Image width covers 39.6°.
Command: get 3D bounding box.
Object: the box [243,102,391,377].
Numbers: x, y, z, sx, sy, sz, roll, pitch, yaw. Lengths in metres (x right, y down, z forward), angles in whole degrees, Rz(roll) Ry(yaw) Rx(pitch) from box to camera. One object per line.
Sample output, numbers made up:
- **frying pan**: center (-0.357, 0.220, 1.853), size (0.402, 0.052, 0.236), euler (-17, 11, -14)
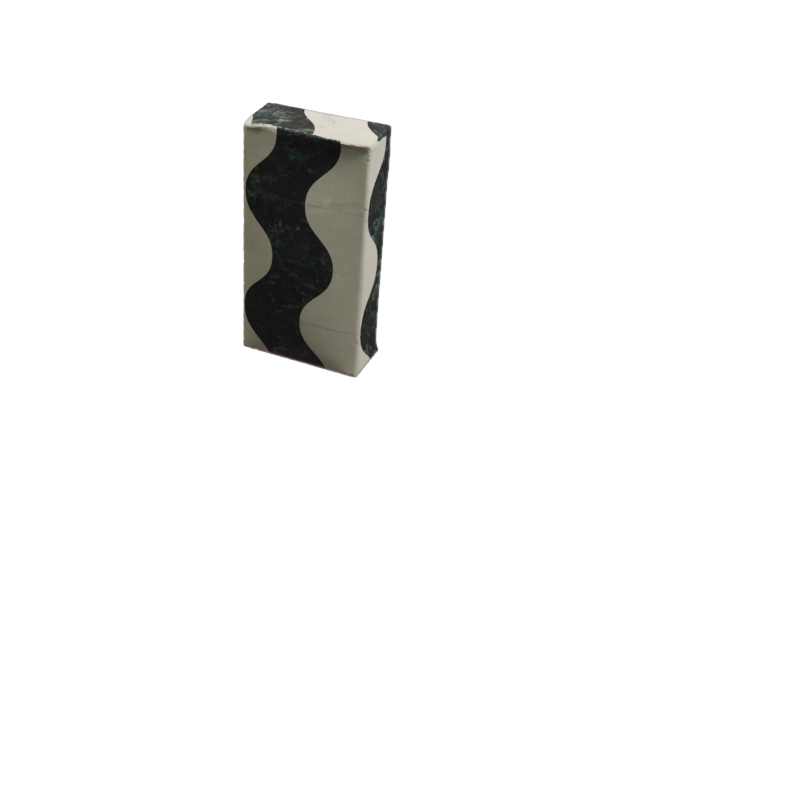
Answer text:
- **box**: center (-0.060, -0.108, 0.758), size (0.097, 0.166, 0.049), euler (15, 34, 19)
